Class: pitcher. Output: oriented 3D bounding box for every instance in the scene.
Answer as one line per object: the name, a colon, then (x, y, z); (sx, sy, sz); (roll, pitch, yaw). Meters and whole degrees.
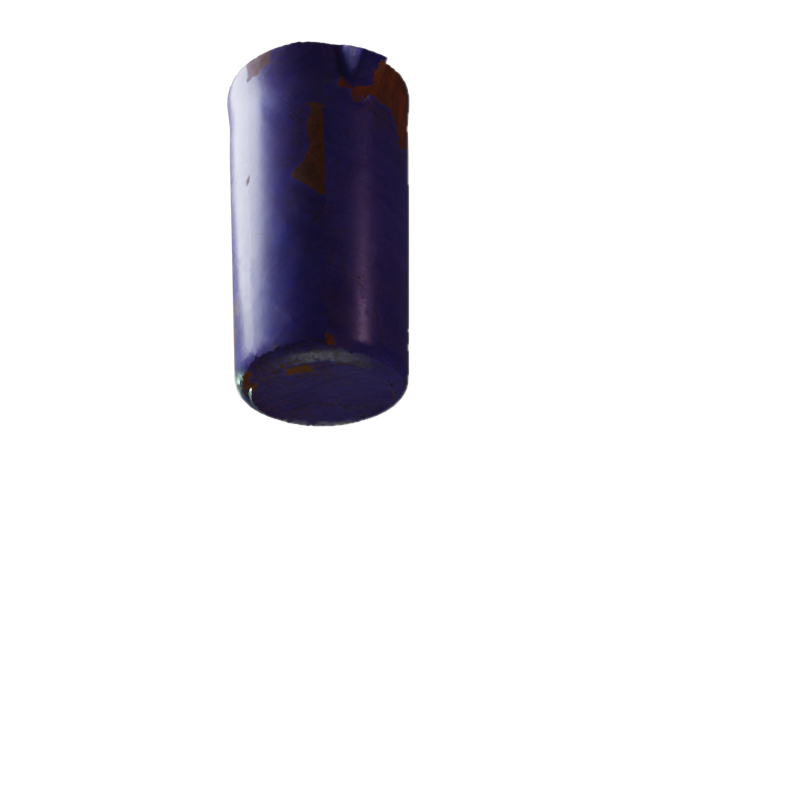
pitcher: (-0.059, -0.108, 0.753); (0.146, 0.259, 0.138); (-9, -32, 11)
